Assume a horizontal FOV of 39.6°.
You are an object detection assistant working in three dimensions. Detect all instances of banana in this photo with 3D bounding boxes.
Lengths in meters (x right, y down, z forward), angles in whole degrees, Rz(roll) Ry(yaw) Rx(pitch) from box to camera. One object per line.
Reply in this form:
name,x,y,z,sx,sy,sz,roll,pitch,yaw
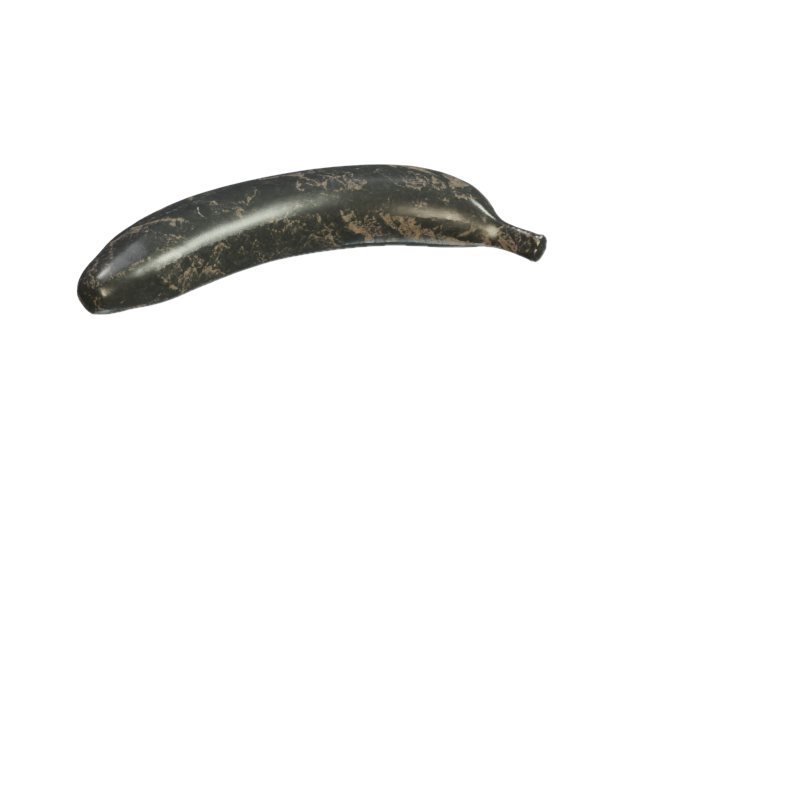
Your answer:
banana,-0.039,-0.071,0.456,0.194,0.035,0.074,-11,28,-22
